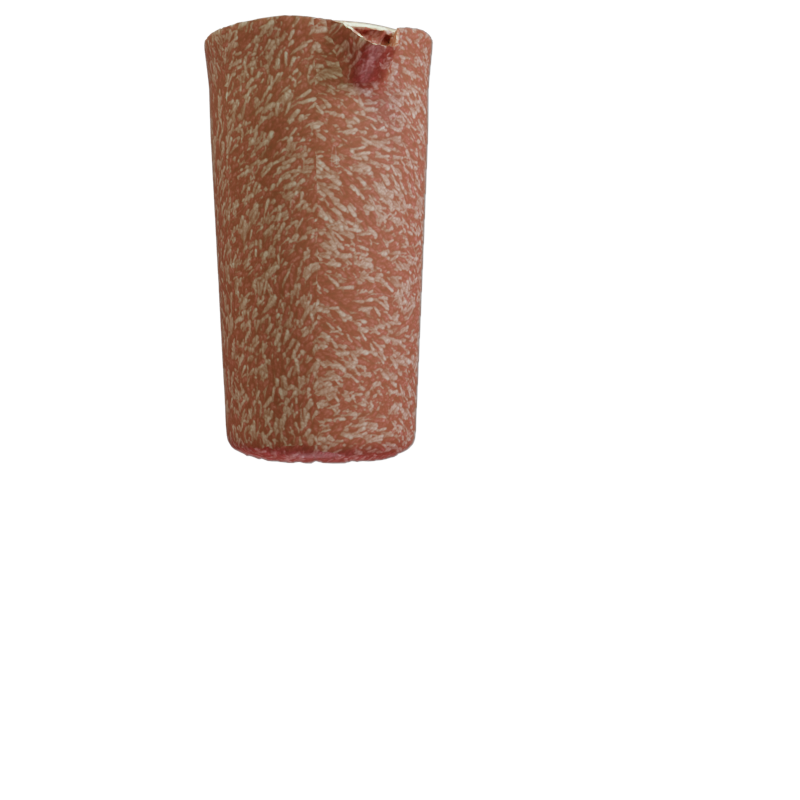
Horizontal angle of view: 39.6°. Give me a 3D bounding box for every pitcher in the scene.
[{"bbox_3d":[-0.051,-0.093,0.648,0.148,0.245,0.145,-1,-2,18],"label":"pitcher"}]
